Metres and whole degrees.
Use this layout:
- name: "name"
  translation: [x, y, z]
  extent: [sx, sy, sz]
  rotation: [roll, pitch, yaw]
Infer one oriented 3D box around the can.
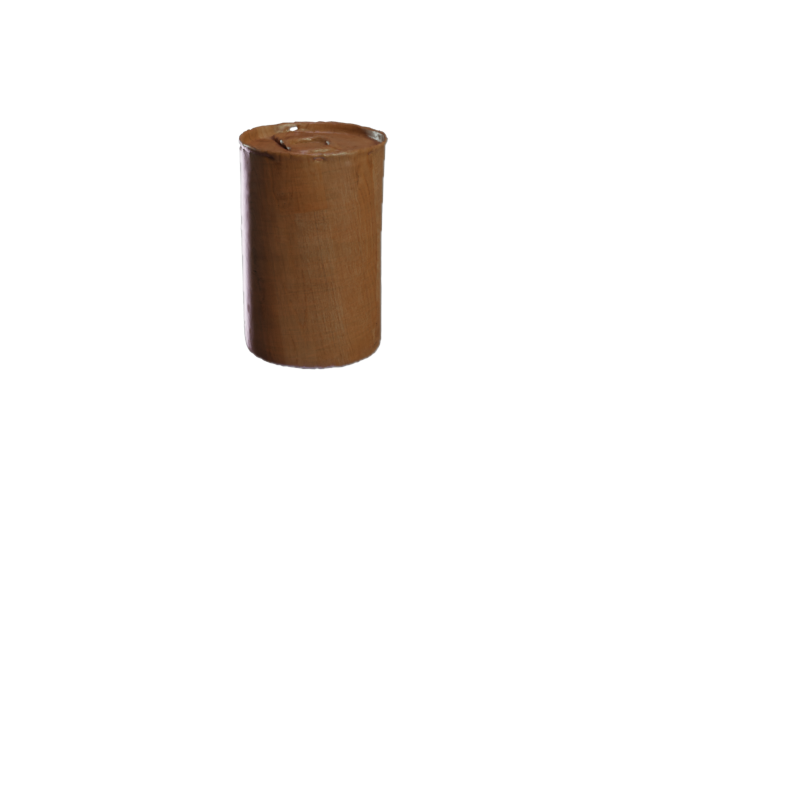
- name: "can"
  translation: [-0.041, -0.074, 0.520]
  extent: [0.068, 0.098, 0.072]
  rotation: [0, 21, -2]
